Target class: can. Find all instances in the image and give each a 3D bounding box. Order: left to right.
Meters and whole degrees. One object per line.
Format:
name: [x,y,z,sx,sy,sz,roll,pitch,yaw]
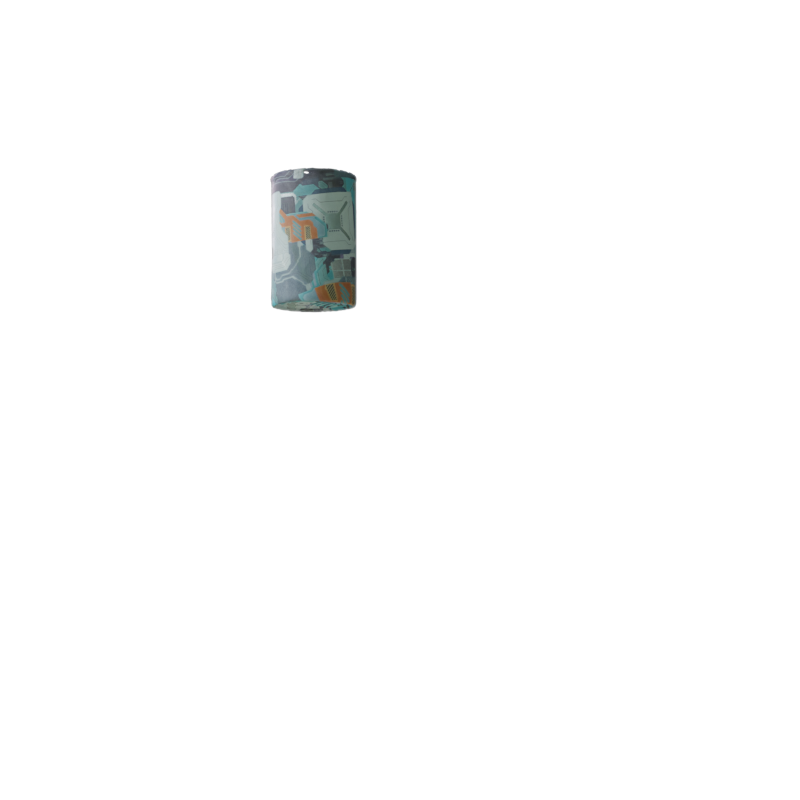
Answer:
can: [-0.067,-0.123,0.860,0.068,0.105,0.067,0,-8,-2]
